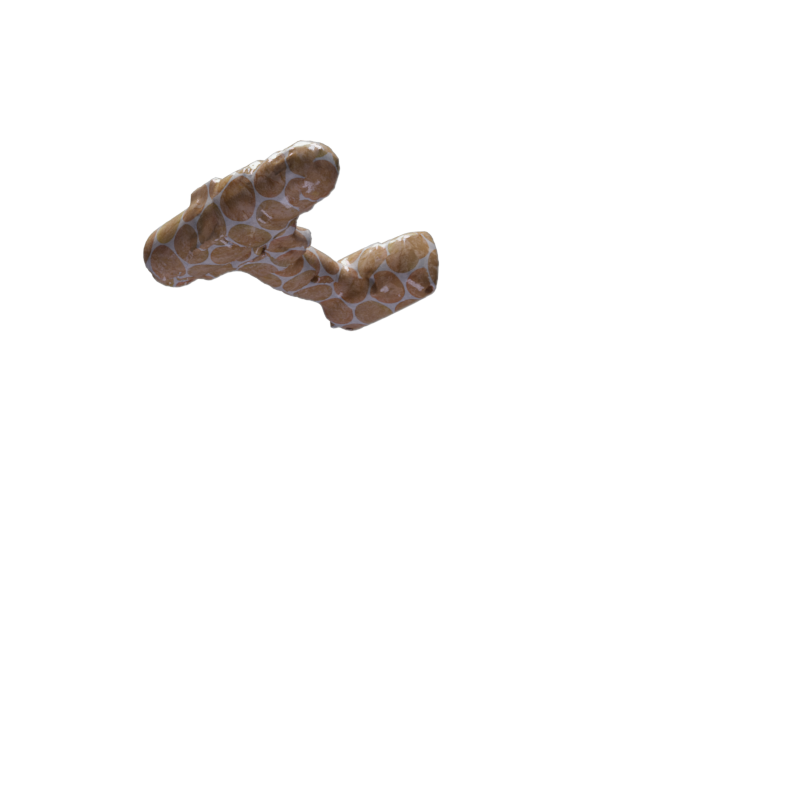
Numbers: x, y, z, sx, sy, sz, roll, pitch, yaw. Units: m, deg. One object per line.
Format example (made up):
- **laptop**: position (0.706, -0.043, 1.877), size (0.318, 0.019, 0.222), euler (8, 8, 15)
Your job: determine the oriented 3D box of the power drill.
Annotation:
- **power drill**: position (-0.062, -0.112, 0.788), size (0.177, 0.060, 0.186), euler (19, -28, -40)
